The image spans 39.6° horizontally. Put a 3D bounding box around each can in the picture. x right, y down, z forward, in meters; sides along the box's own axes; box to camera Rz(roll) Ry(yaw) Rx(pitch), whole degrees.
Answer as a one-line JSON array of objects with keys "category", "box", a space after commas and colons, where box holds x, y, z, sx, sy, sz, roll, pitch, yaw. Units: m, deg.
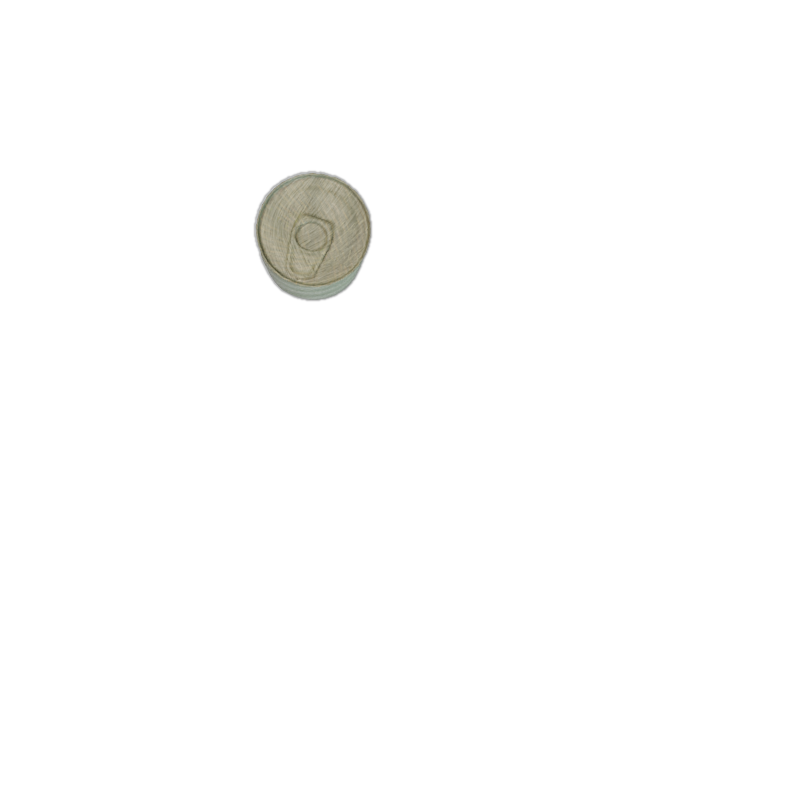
[{"category": "can", "box": [-0.054, -0.099, 0.695, 0.068, 0.070, 0.101, 0, -3, -3]}]
